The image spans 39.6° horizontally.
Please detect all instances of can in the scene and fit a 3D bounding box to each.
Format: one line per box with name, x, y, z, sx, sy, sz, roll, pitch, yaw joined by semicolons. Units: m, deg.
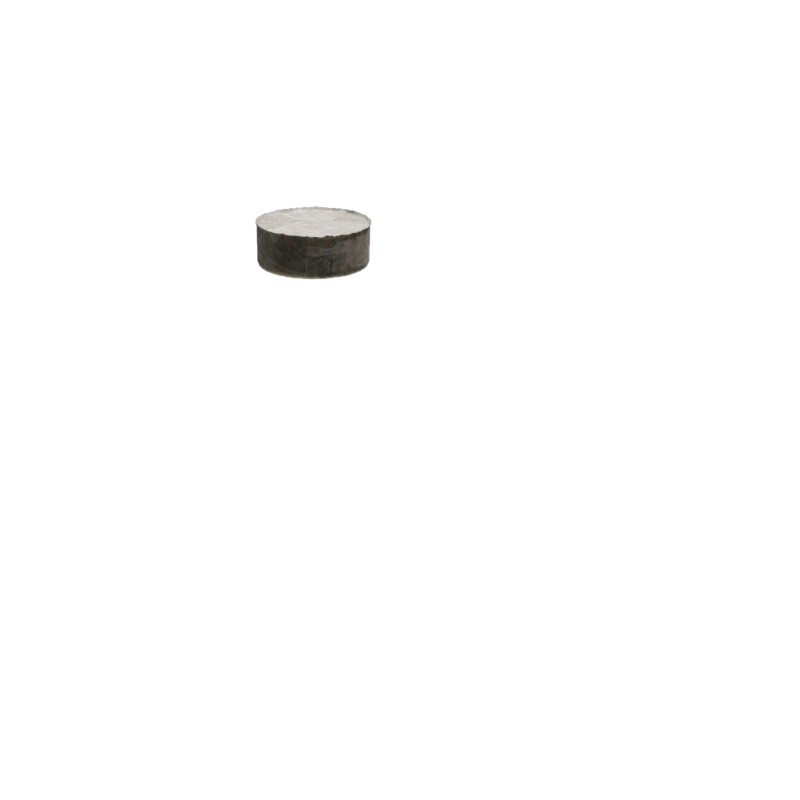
can;-0.065;-0.118;0.824;0.086;0.032;0.090;-1;22;-2
